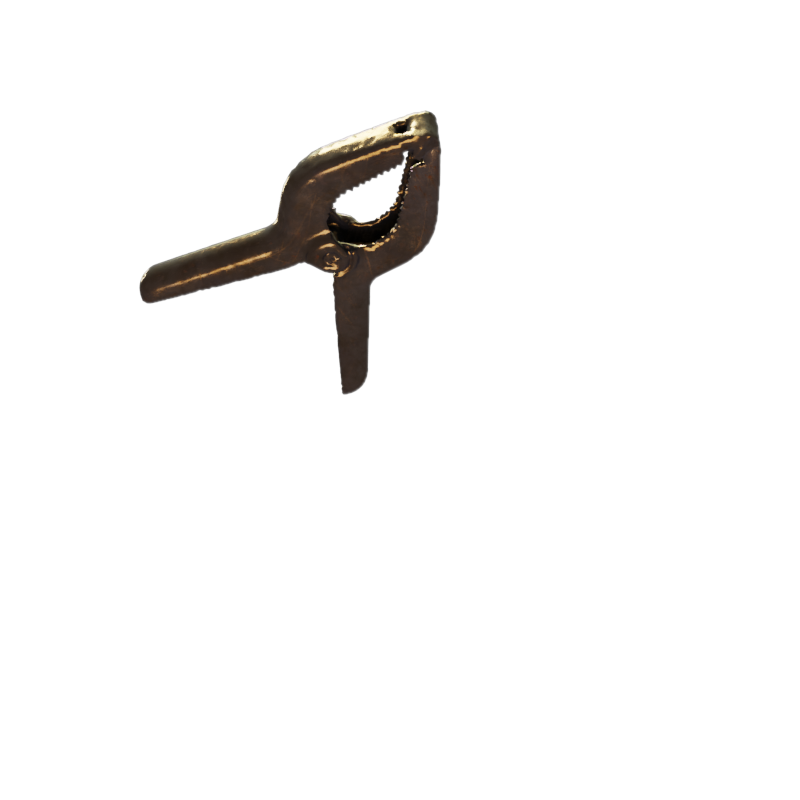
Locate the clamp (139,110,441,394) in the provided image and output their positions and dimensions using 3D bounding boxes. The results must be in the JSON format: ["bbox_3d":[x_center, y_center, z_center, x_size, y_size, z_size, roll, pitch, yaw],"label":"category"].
[{"bbox_3d":[-0.052,-0.095,0.668,0.159,0.039,0.203,21,-51,-19],"label":"clamp"}]
